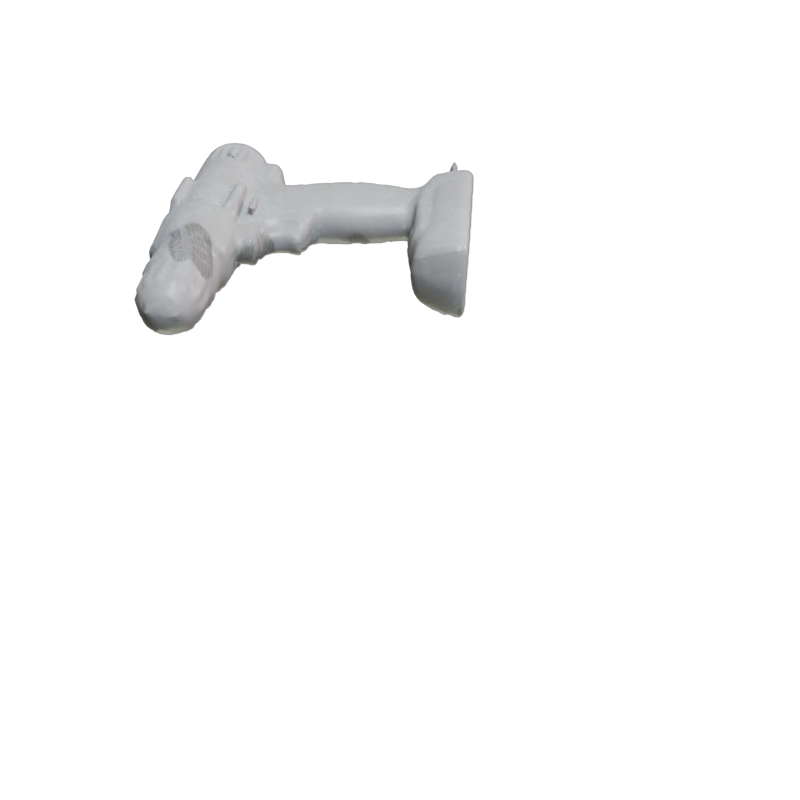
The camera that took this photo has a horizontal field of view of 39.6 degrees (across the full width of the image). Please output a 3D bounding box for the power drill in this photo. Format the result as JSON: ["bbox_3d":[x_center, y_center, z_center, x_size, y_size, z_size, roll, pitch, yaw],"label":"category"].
[{"bbox_3d":[-0.052,-0.095,0.667,0.190,0.054,0.195,6,39,7],"label":"power drill"}]
